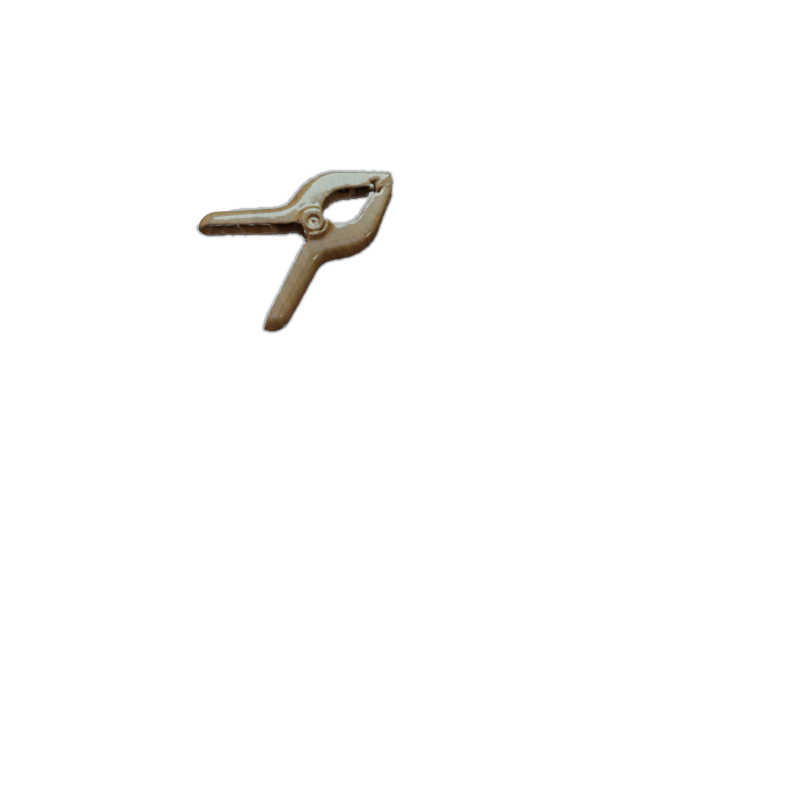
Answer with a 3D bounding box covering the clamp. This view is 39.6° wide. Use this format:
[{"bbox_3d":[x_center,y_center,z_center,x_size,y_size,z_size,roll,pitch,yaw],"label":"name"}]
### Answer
[{"bbox_3d":[-0.074,-0.135,0.947,0.171,0.125,0.038,-24,-14,-7],"label":"clamp"}]
